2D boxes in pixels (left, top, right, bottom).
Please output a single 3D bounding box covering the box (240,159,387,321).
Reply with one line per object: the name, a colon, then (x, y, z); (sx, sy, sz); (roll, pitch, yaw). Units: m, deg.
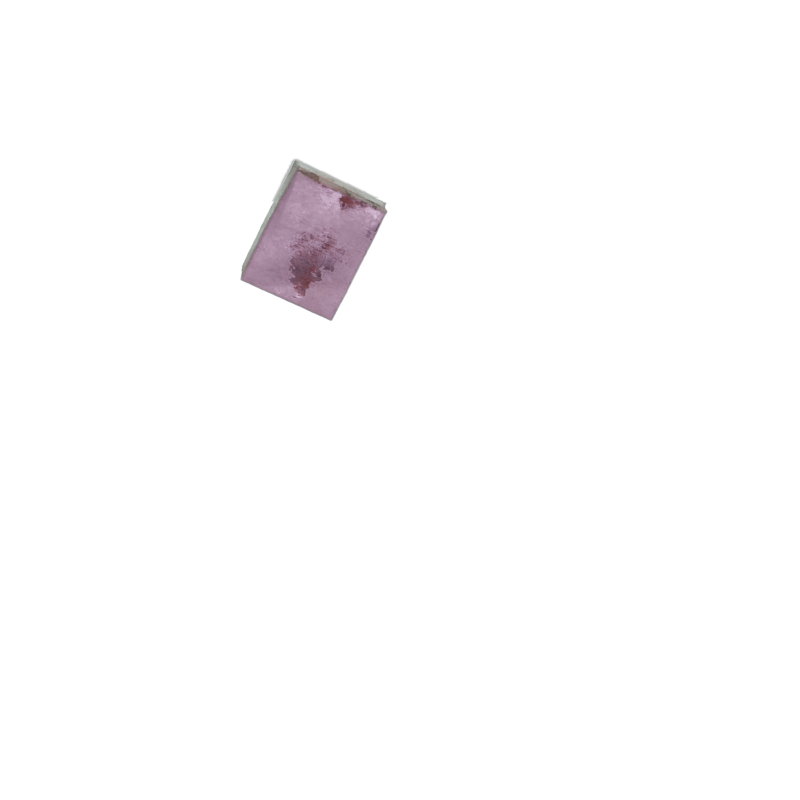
box: (-0.075, -0.137, 0.956); (0.088, 0.111, 0.041); (25, 18, -10)
